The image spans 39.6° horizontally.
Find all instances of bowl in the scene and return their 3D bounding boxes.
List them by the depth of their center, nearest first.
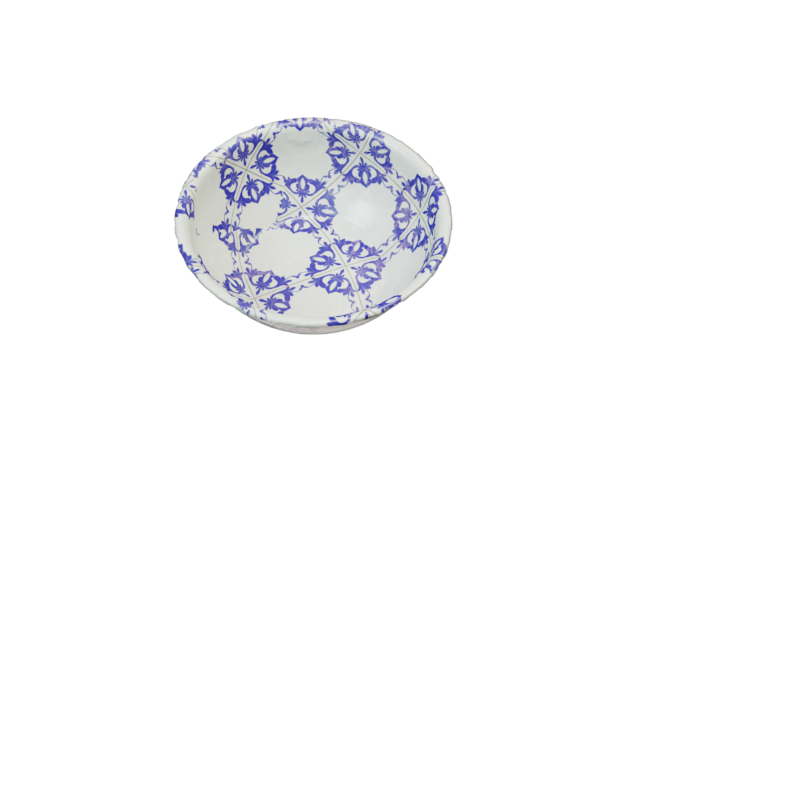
[{"bbox_3d":[-0.052,-0.095,0.663,0.162,0.174,0.051,-1,-37,-1],"label":"bowl"}]
